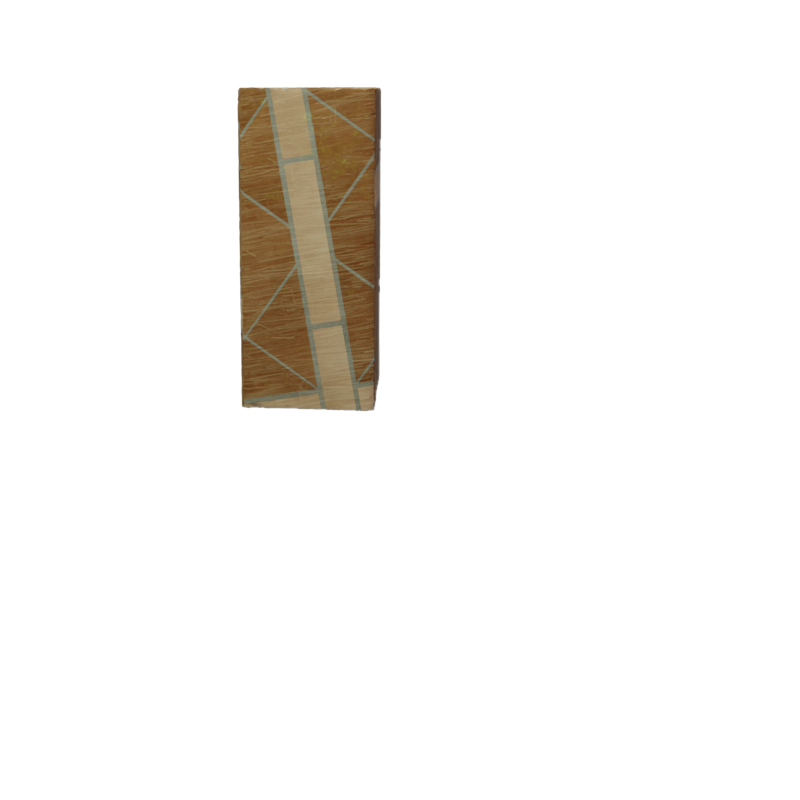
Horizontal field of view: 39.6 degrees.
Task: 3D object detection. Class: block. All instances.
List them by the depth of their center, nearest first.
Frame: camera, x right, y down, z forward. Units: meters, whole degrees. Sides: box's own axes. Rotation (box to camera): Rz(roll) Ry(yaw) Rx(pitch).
[{"bbox_3d":[-0.059,-0.106,0.745,0.091,0.202,0.092,1,10,2],"label":"block"}]
